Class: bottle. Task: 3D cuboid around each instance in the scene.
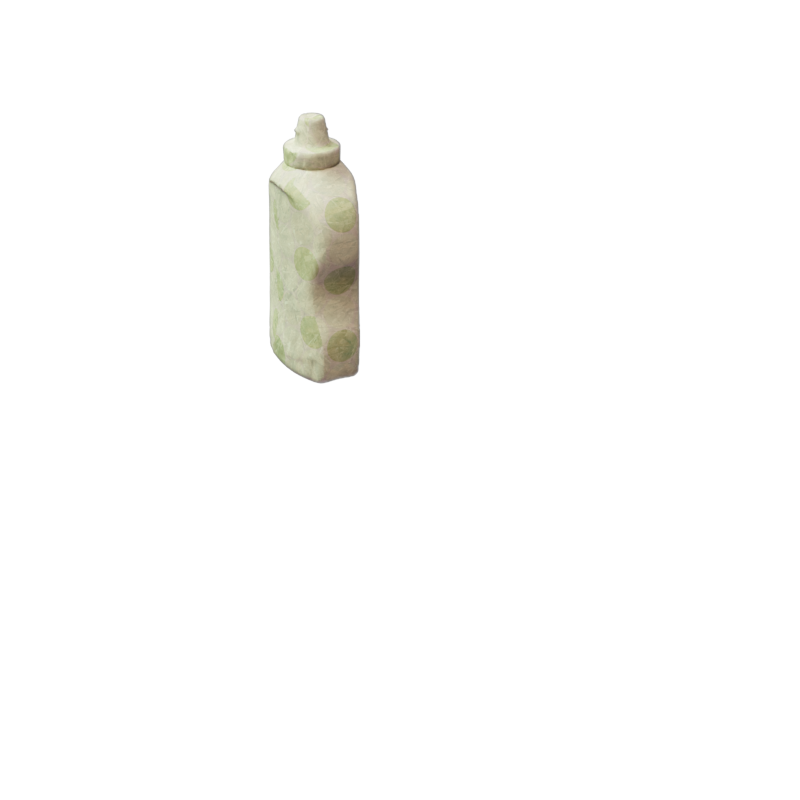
[{"bbox_3d":[-0.064,-0.116,0.811,0.057,0.182,0.103,-10,28,-24],"label":"bottle"}]
